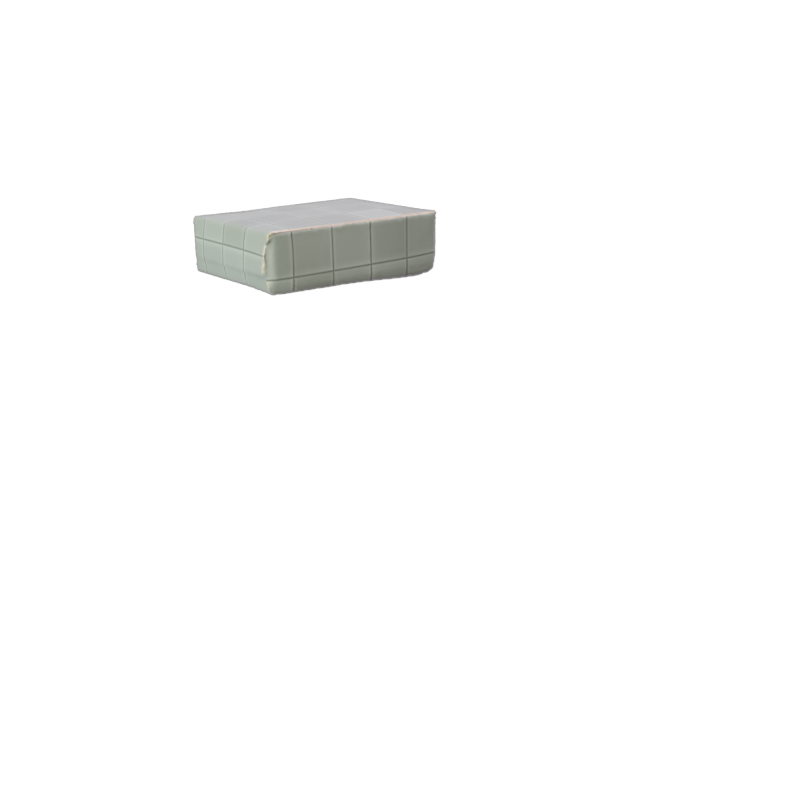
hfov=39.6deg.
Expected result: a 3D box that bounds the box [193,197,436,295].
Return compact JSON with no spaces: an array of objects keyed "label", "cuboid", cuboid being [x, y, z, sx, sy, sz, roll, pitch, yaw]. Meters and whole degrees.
[{"label":"box","cuboid":[-0.050,-0.091,0.637,0.110,0.038,0.095,-10,19,-33]}]
